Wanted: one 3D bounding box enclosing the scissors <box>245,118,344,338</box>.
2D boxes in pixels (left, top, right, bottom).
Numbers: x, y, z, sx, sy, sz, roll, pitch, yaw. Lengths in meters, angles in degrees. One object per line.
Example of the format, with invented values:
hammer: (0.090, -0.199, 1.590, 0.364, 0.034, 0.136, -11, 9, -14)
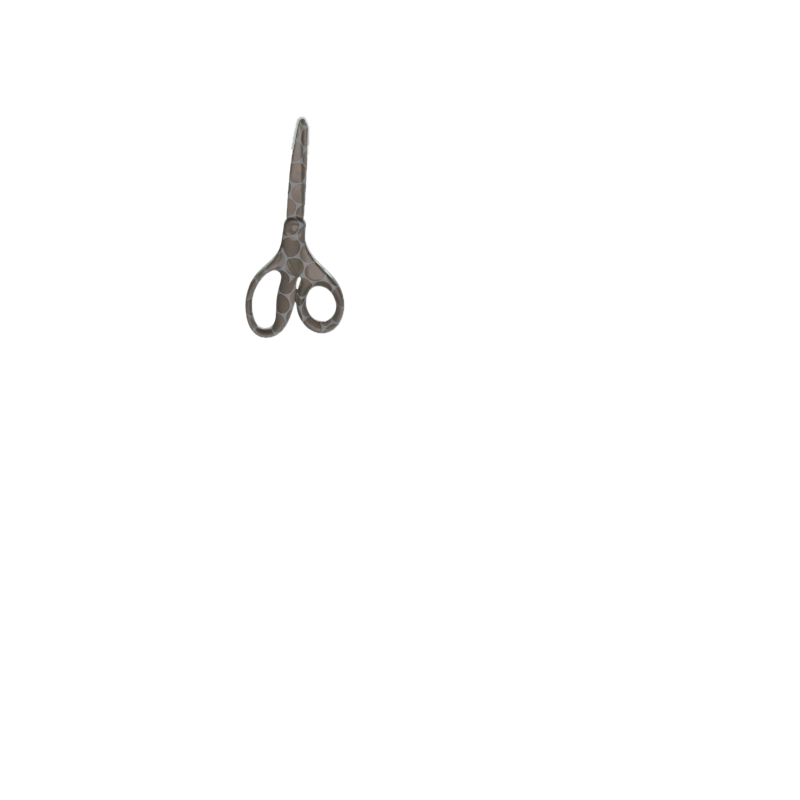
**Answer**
scissors: (-0.075, -0.137, 0.959, 0.095, 0.195, 0.017, 20, 22, -9)
